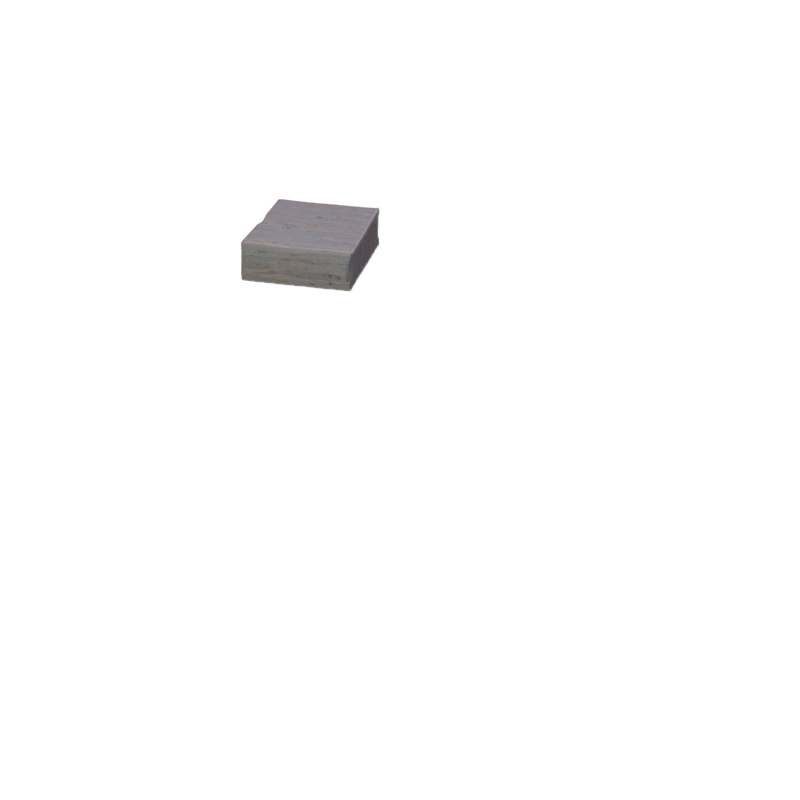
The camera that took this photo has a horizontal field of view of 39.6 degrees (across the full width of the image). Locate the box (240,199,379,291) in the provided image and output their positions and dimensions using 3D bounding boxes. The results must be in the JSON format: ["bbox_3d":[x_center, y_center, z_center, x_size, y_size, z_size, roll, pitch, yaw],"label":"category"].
[{"bbox_3d":[-0.057,-0.105,0.733,0.075,0.029,0.092,6,29,11],"label":"box"}]
